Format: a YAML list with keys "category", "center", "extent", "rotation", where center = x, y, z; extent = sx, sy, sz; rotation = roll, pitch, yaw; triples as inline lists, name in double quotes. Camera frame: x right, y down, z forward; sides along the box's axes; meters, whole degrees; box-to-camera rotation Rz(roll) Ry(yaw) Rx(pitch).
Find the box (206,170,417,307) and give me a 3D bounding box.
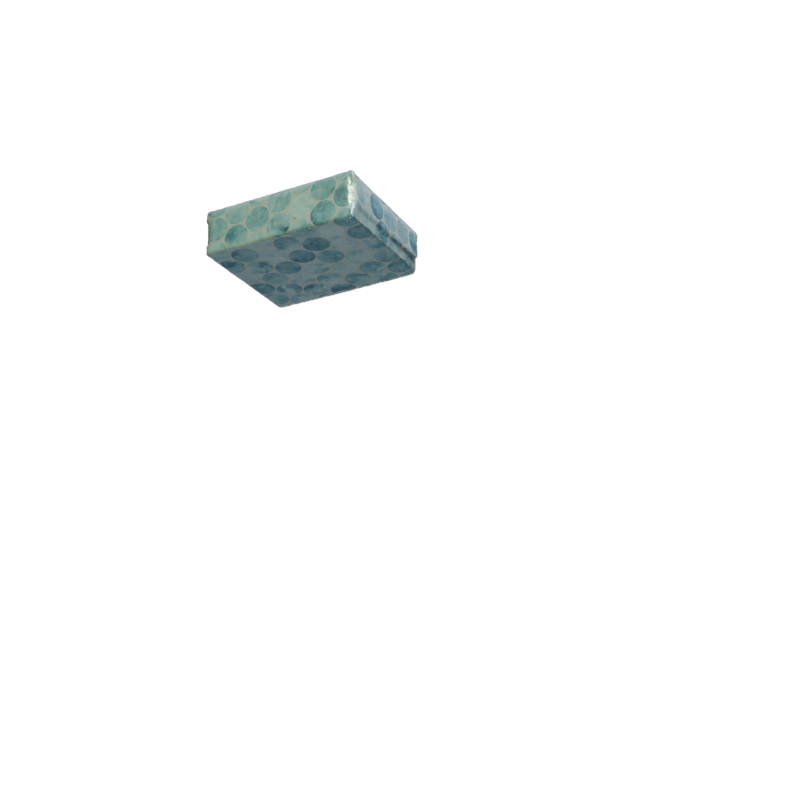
- category: "box"
  center: [-0.046, -0.084, 0.585]
  extent: [0.091, 0.032, 0.068]
  rotation: [-12, -26, 26]
